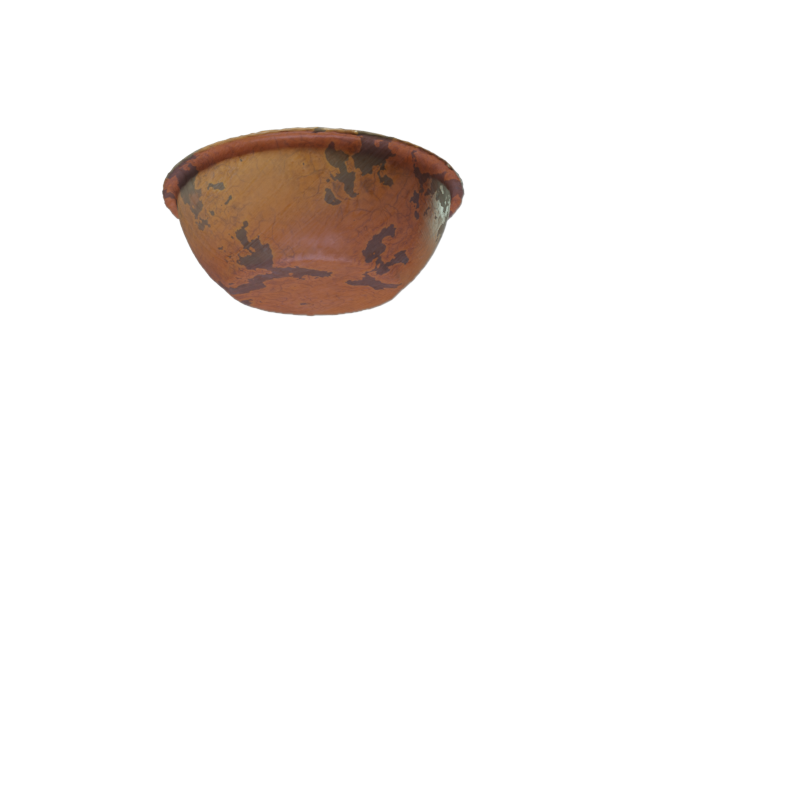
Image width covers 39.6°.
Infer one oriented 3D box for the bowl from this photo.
[{"bbox_3d":[-0.046,-0.084,0.588,0.162,0.057,0.156,0,-15,-2],"label":"bowl"}]
